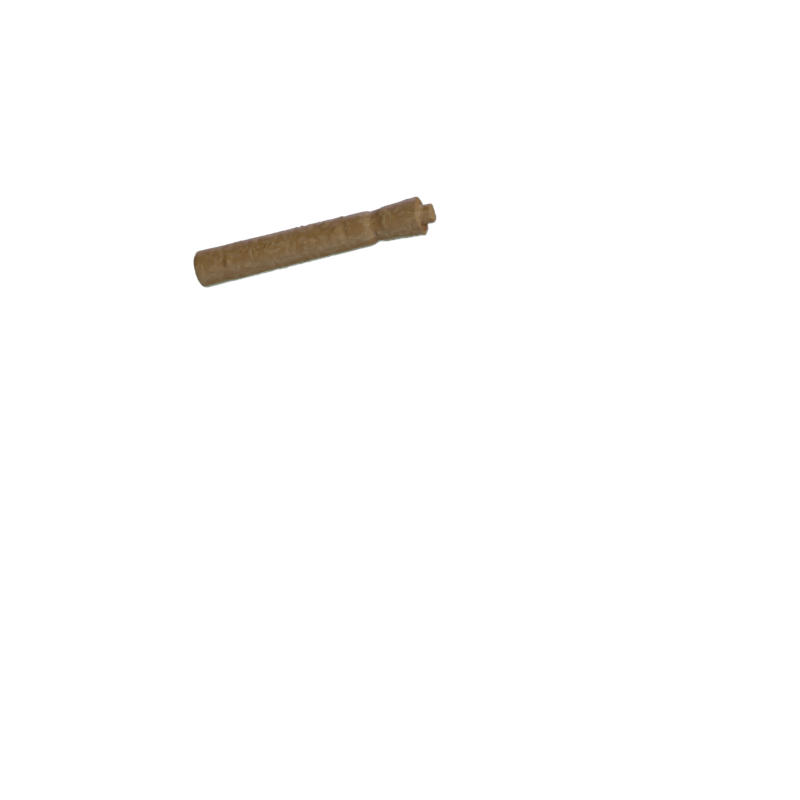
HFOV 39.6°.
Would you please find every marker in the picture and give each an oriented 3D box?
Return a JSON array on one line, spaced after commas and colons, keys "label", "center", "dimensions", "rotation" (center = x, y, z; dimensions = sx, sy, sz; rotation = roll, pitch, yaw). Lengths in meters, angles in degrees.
[{"label": "marker", "center": [-0.042, -0.076, 0.534], "dimensions": [0.122, 0.020, 0.019], "rotation": [-11, 1, 18]}]
